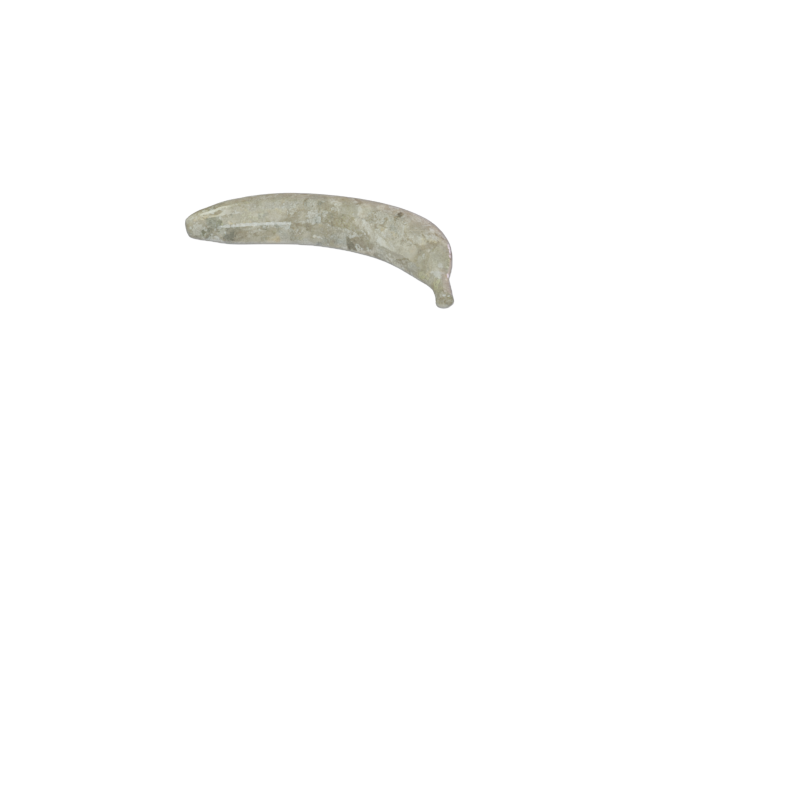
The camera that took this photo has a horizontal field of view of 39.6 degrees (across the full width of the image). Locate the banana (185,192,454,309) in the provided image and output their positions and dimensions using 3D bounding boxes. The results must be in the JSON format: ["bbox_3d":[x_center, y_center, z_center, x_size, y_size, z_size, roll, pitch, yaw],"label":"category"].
[{"bbox_3d":[-0.045,-0.111,0.733,0.206,0.035,0.071,16,34,24],"label":"banana"}]
